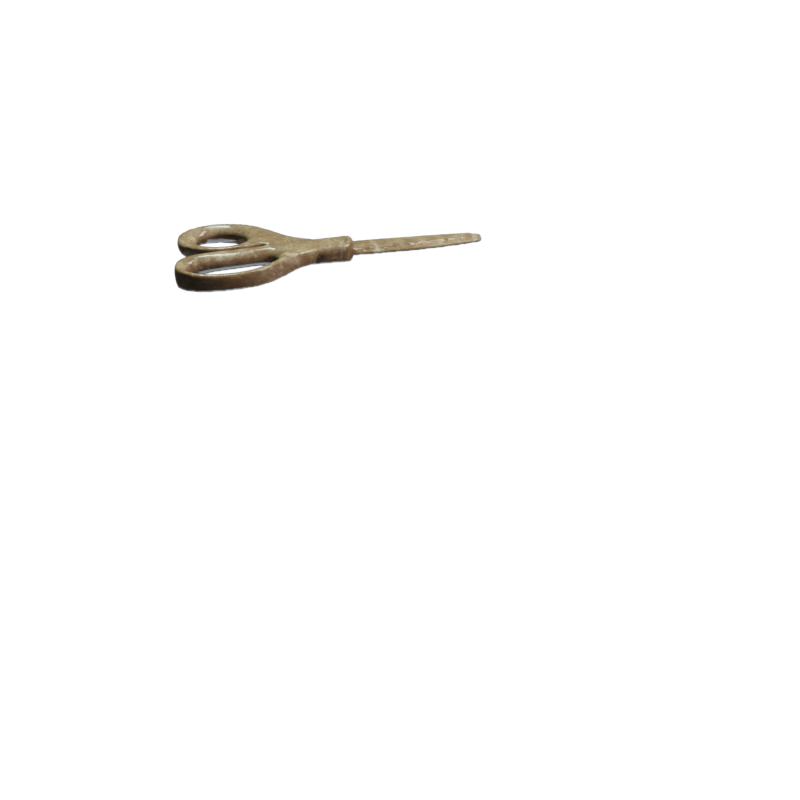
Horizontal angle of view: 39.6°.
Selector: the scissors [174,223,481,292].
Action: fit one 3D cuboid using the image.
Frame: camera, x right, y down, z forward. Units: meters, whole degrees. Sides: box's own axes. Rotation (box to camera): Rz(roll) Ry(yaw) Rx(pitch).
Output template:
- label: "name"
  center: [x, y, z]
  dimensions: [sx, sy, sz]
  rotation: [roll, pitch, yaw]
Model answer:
- label: "scissors"
  center: [-0.057, -0.103, 0.723]
  dimensions: [0.198, 0.015, 0.103]
  rotation: [-15, 32, -26]
